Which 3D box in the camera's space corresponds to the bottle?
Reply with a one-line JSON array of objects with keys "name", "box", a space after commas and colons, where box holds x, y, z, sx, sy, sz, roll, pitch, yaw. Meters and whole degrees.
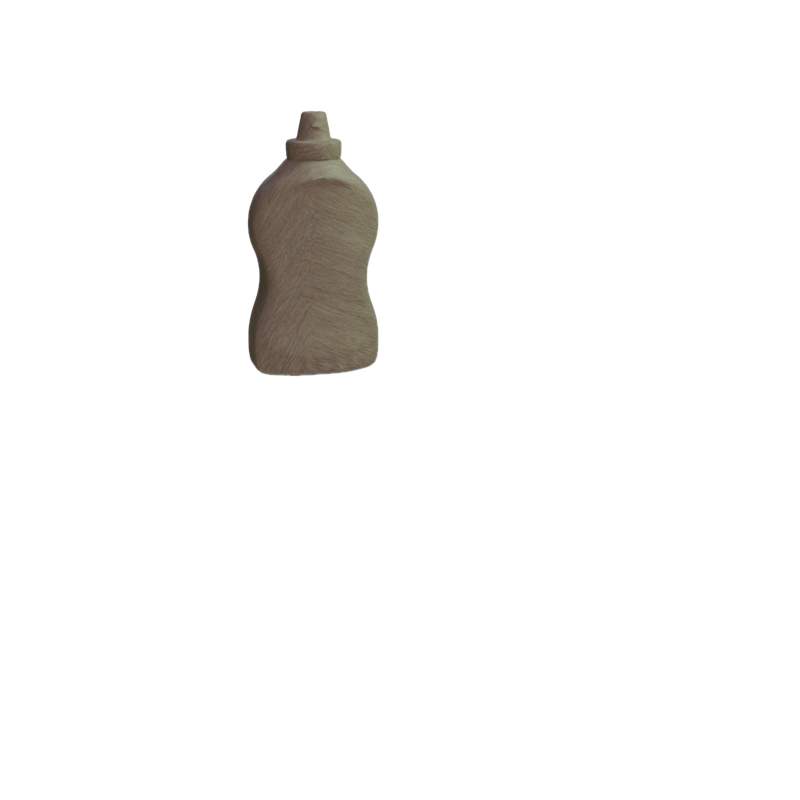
[{"name": "bottle", "box": [-0.064, -0.117, 0.820, 0.094, 0.187, 0.061, -2, 12, -14]}]
